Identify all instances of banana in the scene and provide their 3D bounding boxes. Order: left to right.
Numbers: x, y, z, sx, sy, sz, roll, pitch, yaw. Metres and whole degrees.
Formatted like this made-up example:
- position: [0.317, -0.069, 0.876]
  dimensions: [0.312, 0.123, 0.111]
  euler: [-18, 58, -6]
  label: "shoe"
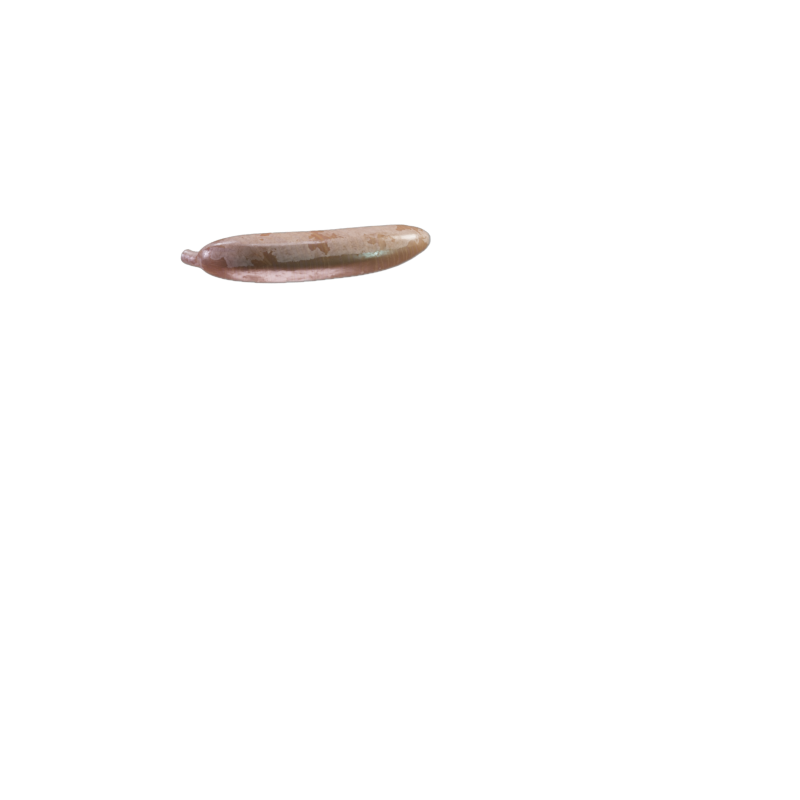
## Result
- position: [-0.068, -0.115, 0.845]
  dimensions: [0.196, 0.035, 0.074]
  euler: [-4, 25, -8]
  label: "banana"
